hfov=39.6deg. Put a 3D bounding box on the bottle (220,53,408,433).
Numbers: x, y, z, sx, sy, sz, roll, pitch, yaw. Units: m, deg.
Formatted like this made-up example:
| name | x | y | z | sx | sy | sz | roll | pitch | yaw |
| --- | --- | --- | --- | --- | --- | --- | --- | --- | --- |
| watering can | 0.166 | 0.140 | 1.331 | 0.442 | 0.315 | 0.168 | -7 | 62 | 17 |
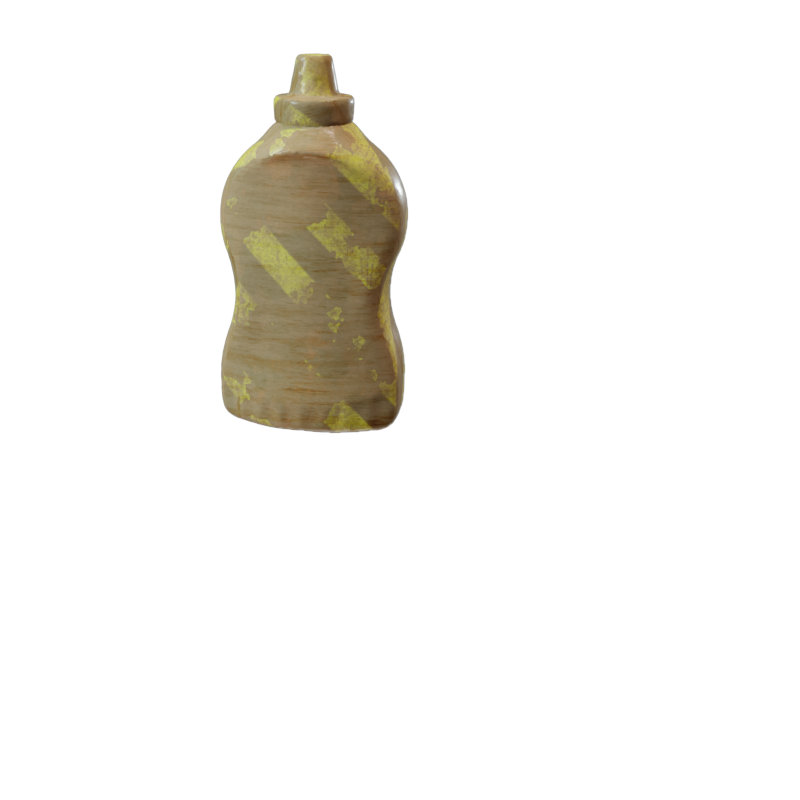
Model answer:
| name | x | y | z | sx | sy | sz | roll | pitch | yaw |
| --- | --- | --- | --- | --- | --- | --- | --- | --- | --- |
| bottle | -0.045 | -0.082 | 0.575 | 0.098 | 0.185 | 0.059 | 5 | 15 | 12 |
